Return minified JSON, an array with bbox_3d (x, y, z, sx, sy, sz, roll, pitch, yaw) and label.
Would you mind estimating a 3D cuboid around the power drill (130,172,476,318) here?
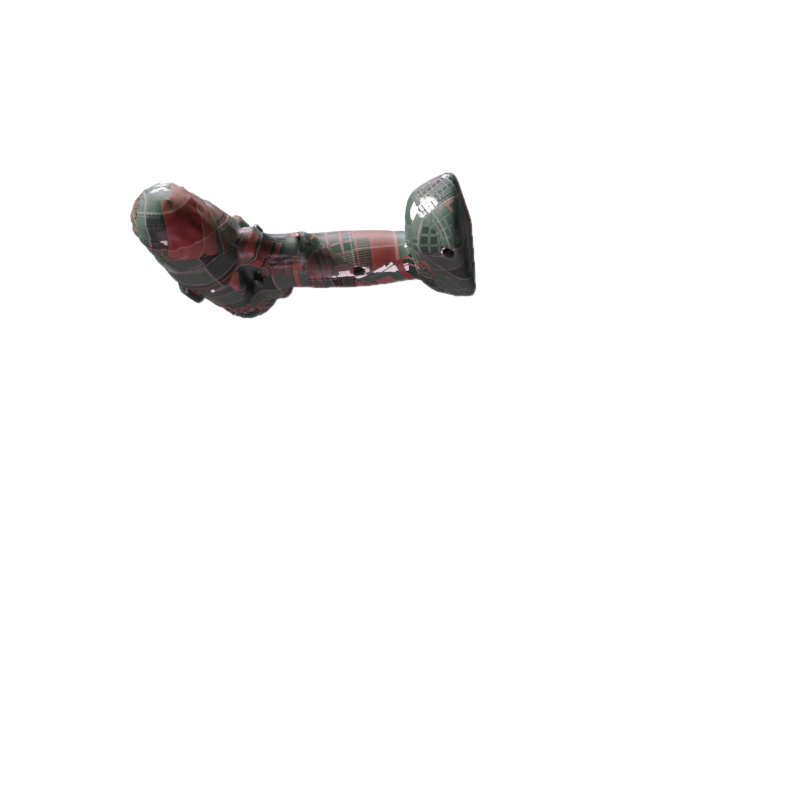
[{"bbox_3d":[-0.053,-0.097,0.678,0.190,0.059,0.176,-2,-9,13],"label":"power drill"}]
